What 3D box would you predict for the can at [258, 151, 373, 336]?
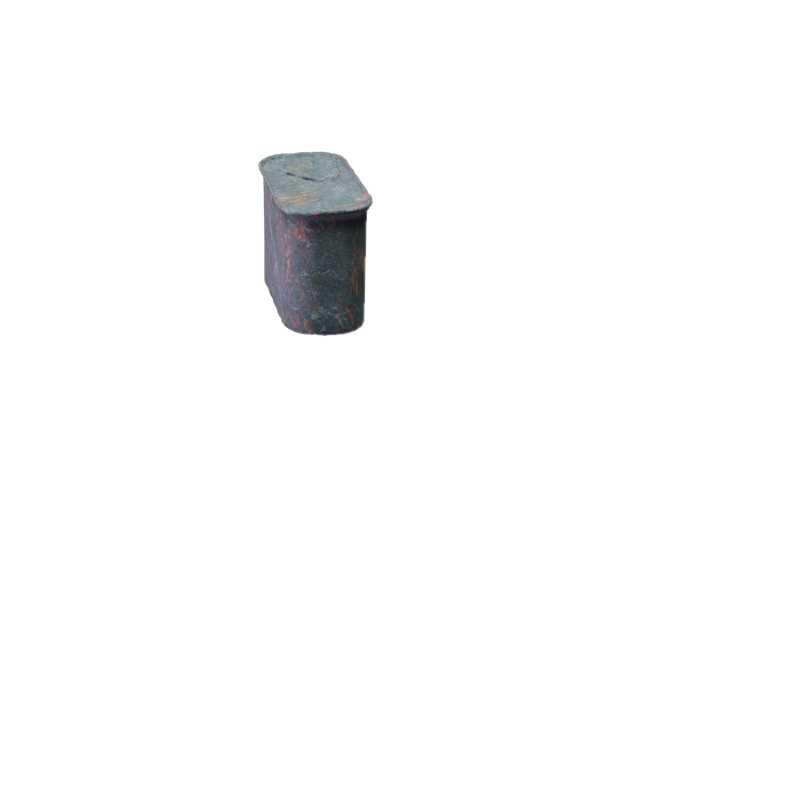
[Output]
[{"bbox_3d":[-0.054,-0.099,0.694,0.057,0.079,0.109,-6,30,-14],"label":"can"}]
